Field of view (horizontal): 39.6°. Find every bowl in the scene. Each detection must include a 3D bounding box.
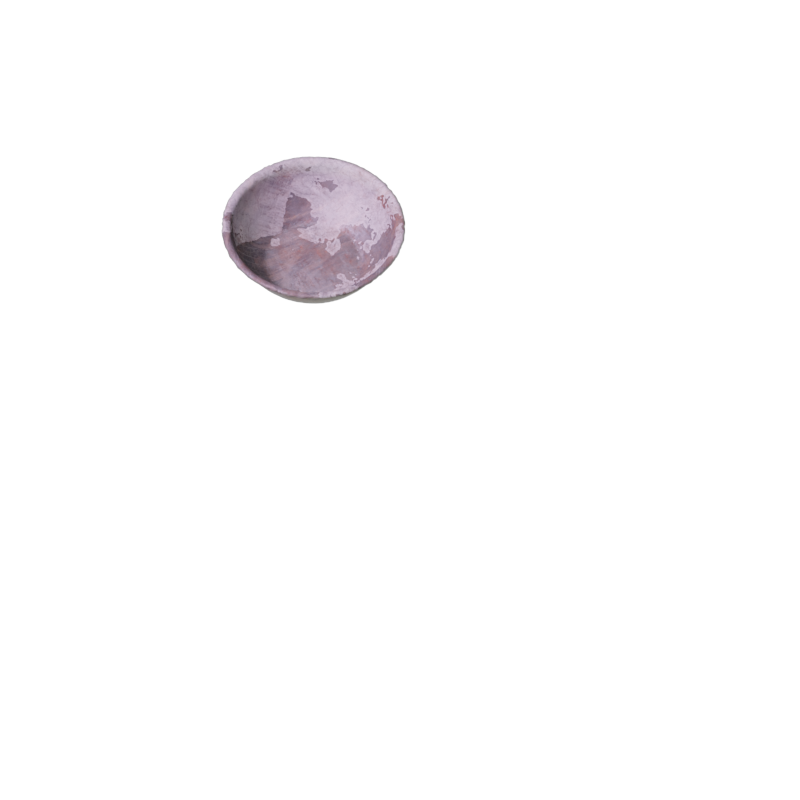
[{"bbox_3d":[-0.078,-0.142,0.993,0.162,0.174,0.051,-1,-36,-1],"label":"bowl"}]
